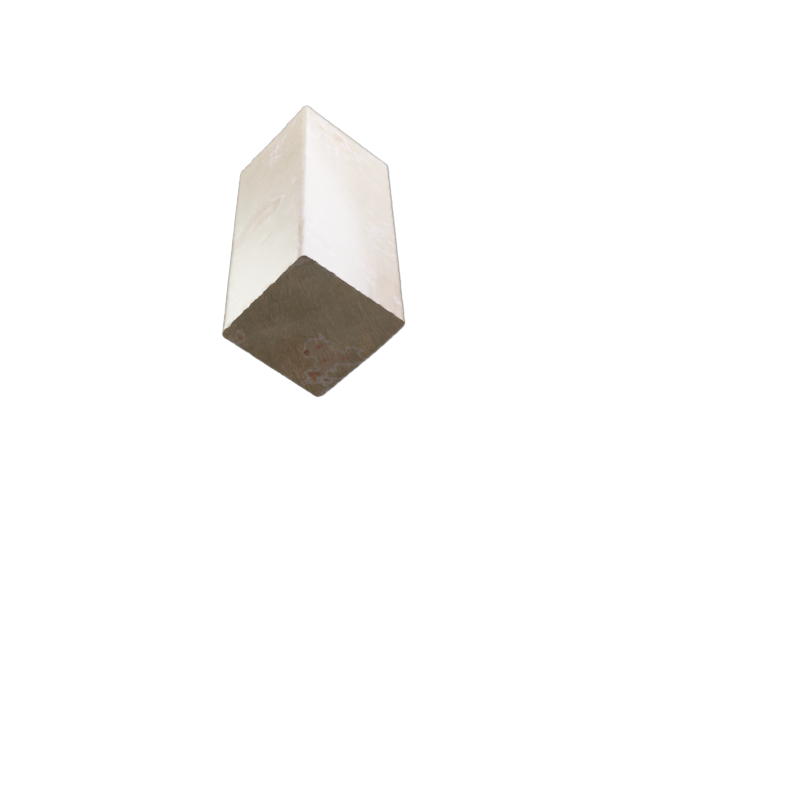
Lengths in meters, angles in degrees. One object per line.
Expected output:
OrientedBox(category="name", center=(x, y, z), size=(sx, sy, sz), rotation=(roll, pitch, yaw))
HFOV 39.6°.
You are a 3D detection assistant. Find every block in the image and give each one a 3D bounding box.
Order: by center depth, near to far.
OrientedBox(category="block", center=(-0.064, -0.116, 0.814), size=(0.086, 0.221, 0.089), rotation=(34, -60, -27))
